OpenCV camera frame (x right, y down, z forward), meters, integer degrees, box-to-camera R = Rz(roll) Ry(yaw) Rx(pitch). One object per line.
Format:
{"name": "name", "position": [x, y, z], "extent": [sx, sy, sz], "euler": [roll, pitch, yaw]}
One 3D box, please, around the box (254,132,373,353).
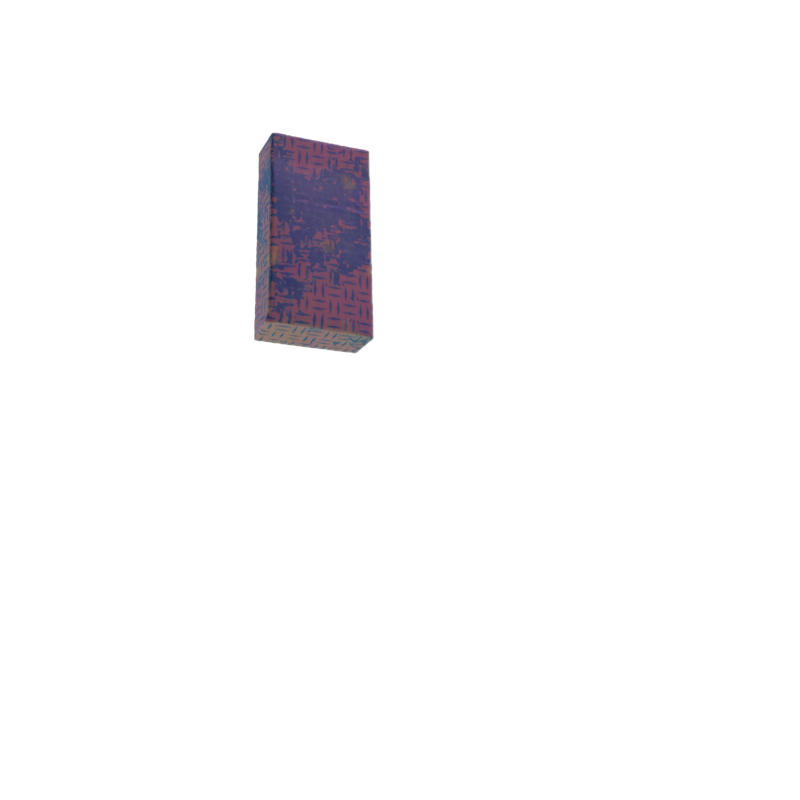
{"name": "box", "position": [-0.073, -0.133, 0.932], "extent": [0.090, 0.187, 0.047], "euler": [8, -28, -20]}
